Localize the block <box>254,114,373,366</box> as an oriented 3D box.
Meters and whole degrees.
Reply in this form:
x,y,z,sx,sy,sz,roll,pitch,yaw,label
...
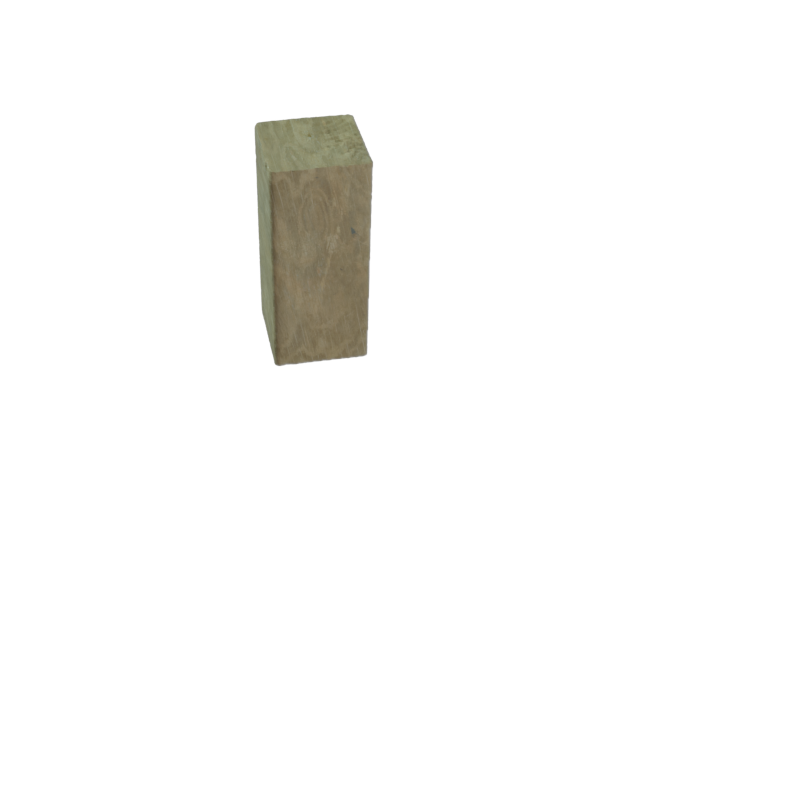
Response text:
x,y,z,sx,sy,sz,roll,pitch,yaw,label
-0.079,-0.142,0.997,0.089,0.193,0.098,-6,39,-11,block
